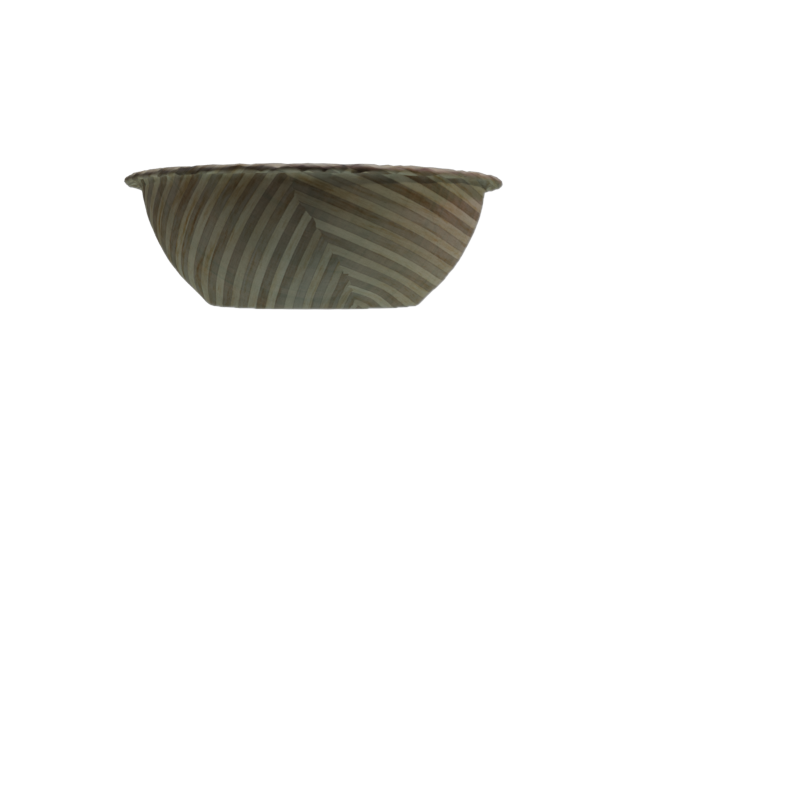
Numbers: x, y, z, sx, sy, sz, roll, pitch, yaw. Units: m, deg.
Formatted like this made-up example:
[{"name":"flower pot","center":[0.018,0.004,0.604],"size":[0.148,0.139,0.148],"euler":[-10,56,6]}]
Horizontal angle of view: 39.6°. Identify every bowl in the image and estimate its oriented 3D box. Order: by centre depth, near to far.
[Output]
[{"name":"bowl","center":[-0.038,-0.068,0.479],"size":[0.162,0.055,0.163],"euler":[0,6,-2]}]
